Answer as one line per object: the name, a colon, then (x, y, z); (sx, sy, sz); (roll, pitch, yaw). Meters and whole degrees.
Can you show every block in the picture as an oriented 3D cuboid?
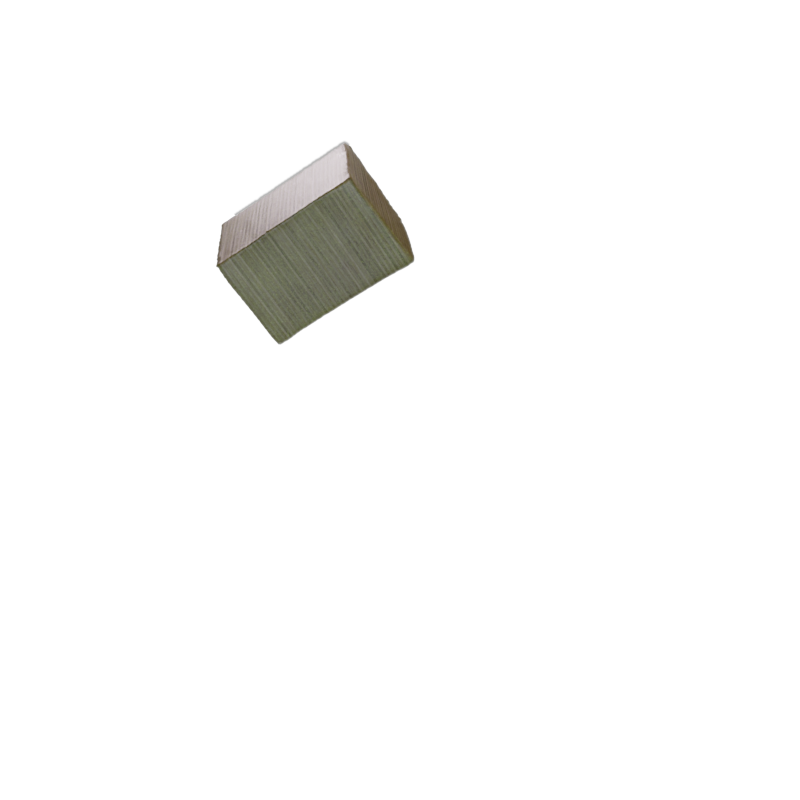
block: (-0.041, -0.075, 0.527); (0.078, 0.050, 0.054); (-30, 25, 13)
